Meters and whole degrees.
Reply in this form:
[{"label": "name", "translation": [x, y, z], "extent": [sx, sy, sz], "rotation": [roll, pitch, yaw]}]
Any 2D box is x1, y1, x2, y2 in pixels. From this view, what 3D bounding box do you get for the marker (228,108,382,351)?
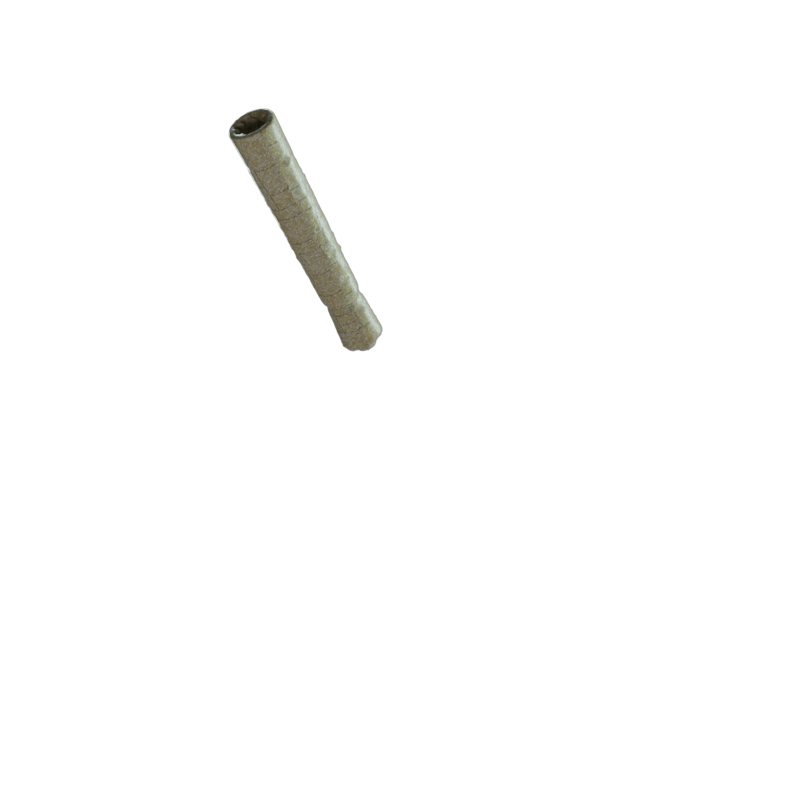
[{"label": "marker", "translation": [-0.035, -0.063, 0.443], "extent": [0.020, 0.112, 0.021], "rotation": [-17, 39, 13]}]
